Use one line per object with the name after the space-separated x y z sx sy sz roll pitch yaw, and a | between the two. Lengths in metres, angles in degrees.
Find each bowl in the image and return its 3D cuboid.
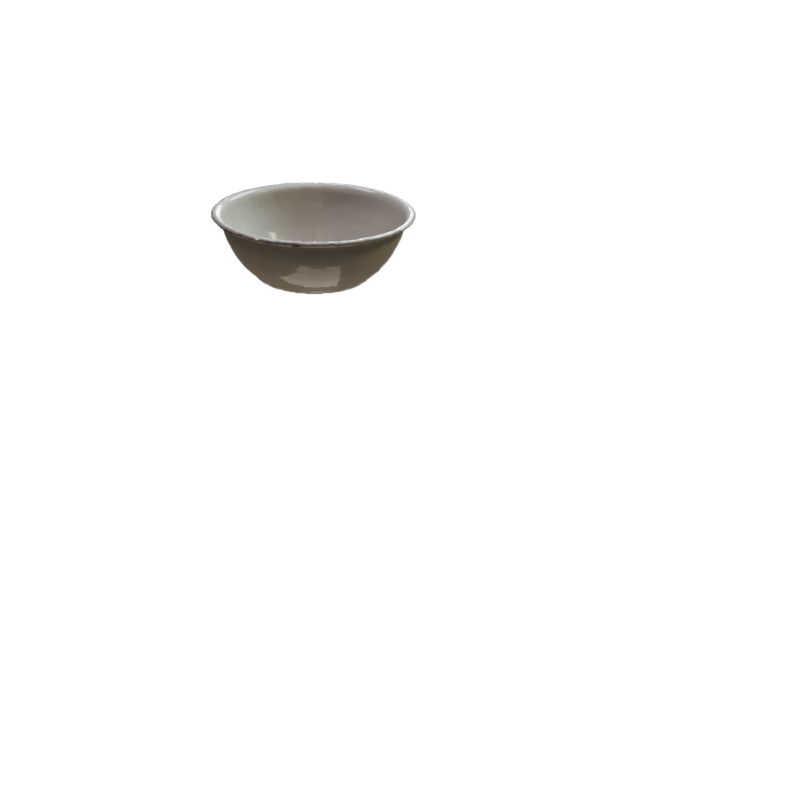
-0.069 -0.126 0.886 0.162 0.052 0.171 -1 26 -2 | bowl
